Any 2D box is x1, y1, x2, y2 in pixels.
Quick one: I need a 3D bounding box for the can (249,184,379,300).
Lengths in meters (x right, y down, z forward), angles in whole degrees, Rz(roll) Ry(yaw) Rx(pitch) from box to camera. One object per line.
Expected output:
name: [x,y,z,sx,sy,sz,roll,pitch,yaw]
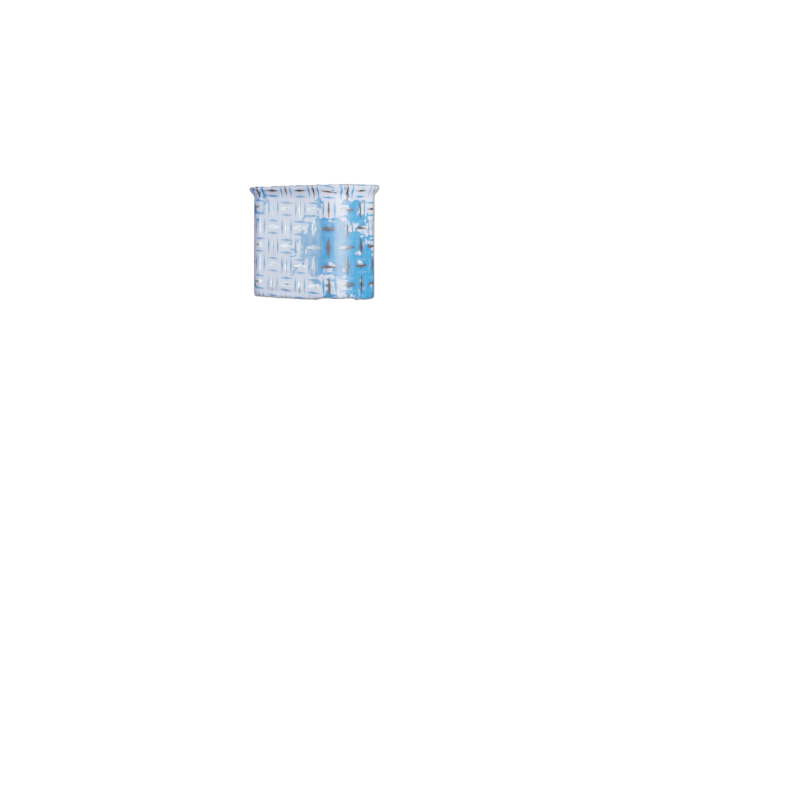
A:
can: [-0.065,-0.119,0.832,0.106,0.083,0.055,5,6,41]
